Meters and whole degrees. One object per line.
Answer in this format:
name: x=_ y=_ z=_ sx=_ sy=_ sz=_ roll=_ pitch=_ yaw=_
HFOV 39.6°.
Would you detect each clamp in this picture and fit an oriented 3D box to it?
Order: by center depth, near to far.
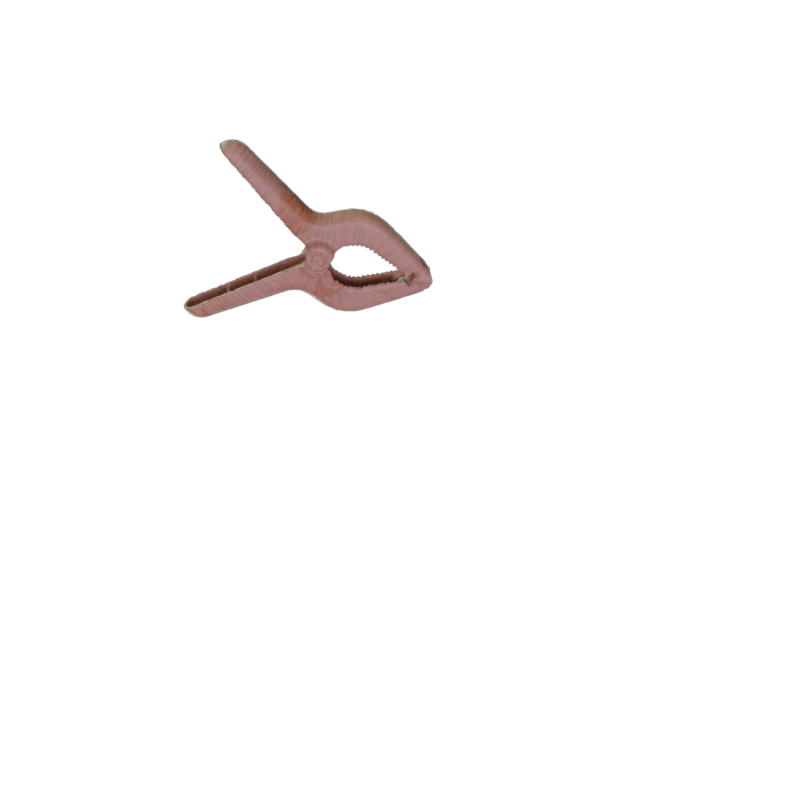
clamp: x=-0.074 y=-0.135 z=0.943 sx=0.209 sy=0.156 sz=0.038 roll=7 pitch=27 yaw=-4
